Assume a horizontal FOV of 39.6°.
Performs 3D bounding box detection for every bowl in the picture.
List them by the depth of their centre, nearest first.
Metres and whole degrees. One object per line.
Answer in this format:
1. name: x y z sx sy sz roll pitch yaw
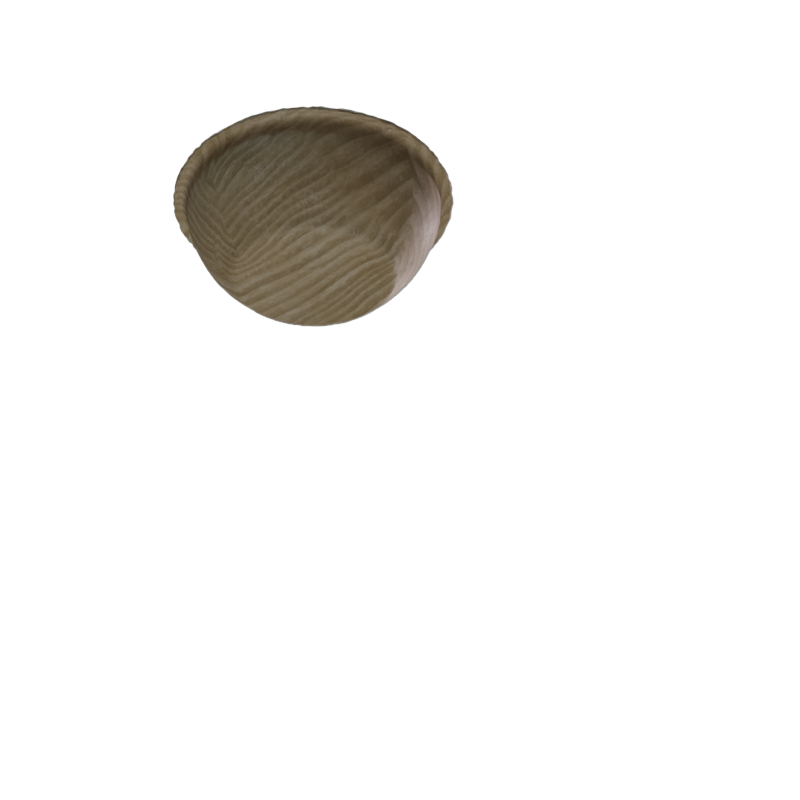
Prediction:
1. bowl: -0.049 -0.089 0.626 0.162 0.059 0.151 1 -34 -2
